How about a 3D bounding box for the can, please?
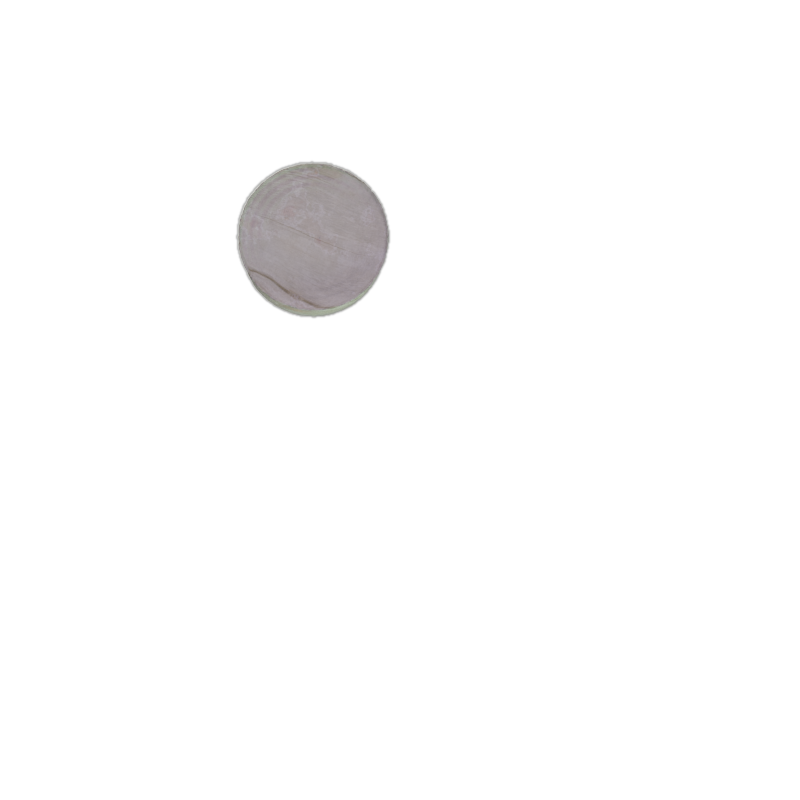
[{"bbox_3d":[-0.050,-0.092,0.641,0.086,0.088,0.033,0,-11,-1],"label":"can"}]
